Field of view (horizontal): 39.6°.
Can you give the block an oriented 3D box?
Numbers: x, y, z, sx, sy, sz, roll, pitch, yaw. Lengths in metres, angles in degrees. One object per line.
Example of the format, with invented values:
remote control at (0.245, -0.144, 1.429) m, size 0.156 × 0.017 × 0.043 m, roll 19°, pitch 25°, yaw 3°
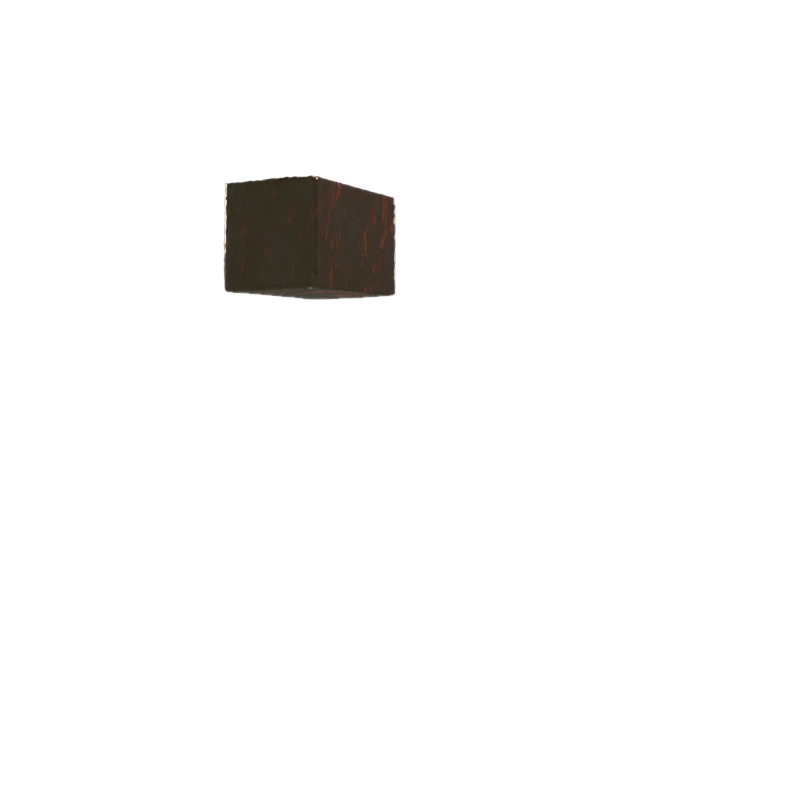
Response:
block at (-0.042, -0.076, 0.534) m, size 0.054 × 0.052 × 0.075 m, roll -1°, pitch -1°, yaw 28°
